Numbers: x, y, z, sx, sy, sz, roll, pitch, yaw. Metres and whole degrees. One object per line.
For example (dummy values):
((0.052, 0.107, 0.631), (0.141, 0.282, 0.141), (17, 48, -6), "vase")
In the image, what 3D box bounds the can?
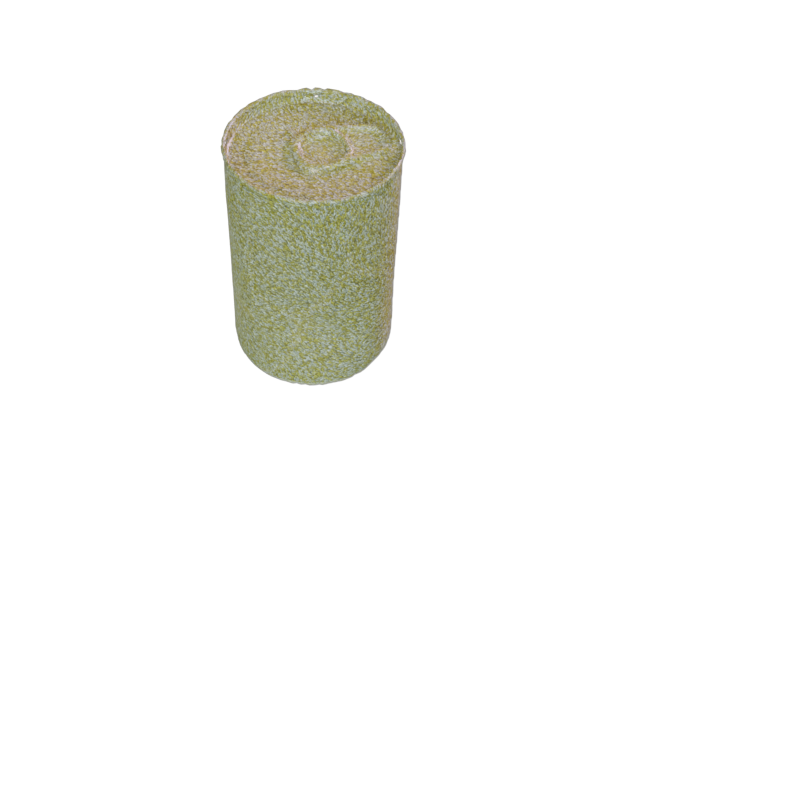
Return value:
((-0.035, -0.063, 0.442), (0.068, 0.074, 0.095), (0, -43, -3), "can")
